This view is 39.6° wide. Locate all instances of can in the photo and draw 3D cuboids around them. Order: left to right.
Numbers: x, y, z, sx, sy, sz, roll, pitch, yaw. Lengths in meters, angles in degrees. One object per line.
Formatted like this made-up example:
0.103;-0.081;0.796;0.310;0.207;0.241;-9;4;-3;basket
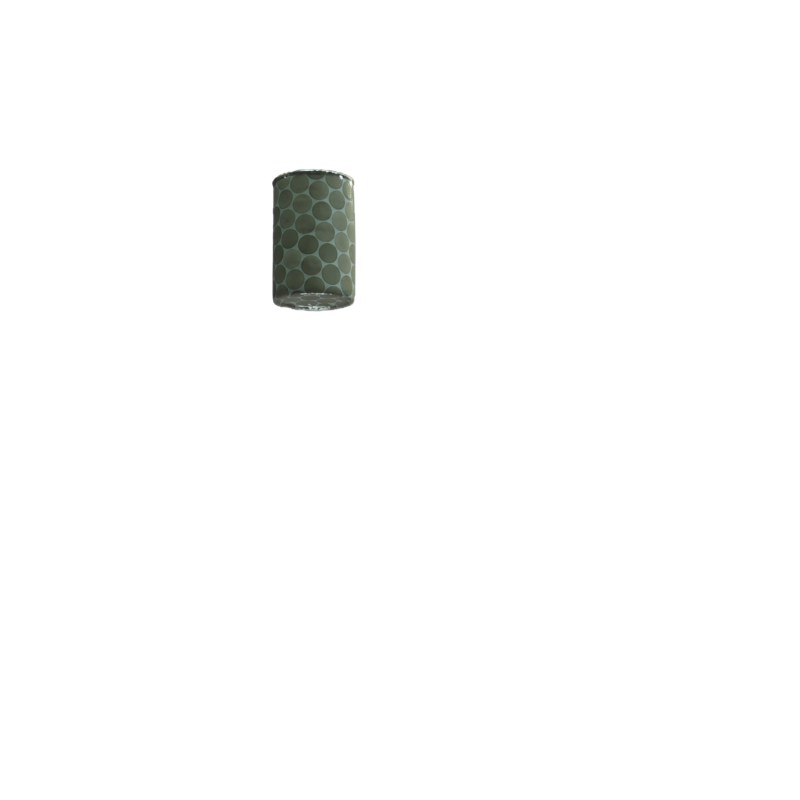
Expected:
-0.070;-0.128;0.900;0.068;0.106;0.066;0;-13;-2;can
